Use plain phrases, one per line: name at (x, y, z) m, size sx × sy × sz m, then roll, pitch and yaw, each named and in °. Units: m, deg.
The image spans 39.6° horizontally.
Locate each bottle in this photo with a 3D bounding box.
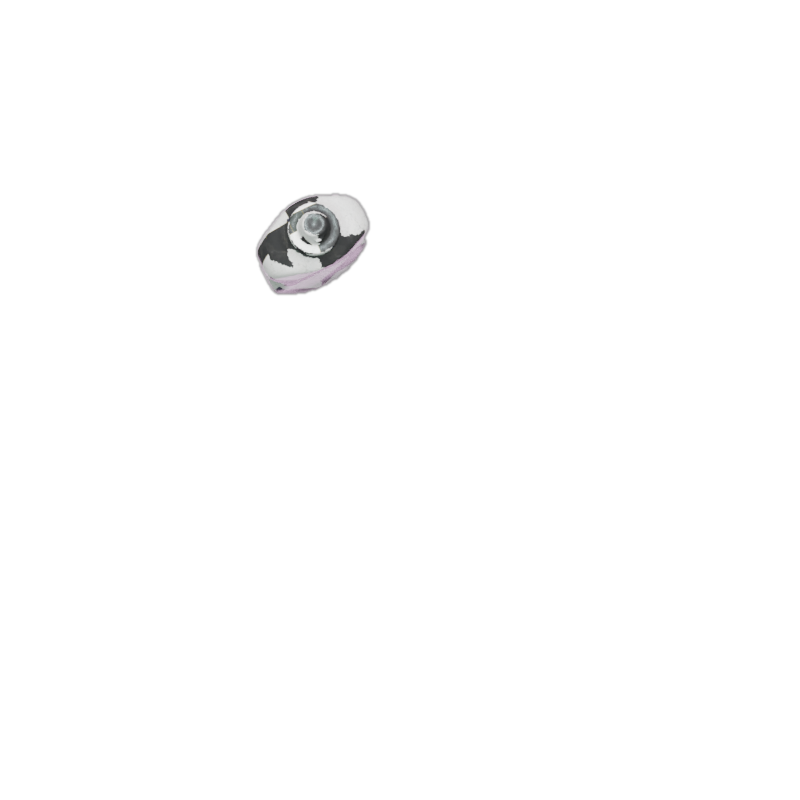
bottle at (-0.072, -0.132, 0.929) m, size 0.096 × 0.059 × 0.190 m, roll -26°, pitch 0°, yaw -4°
